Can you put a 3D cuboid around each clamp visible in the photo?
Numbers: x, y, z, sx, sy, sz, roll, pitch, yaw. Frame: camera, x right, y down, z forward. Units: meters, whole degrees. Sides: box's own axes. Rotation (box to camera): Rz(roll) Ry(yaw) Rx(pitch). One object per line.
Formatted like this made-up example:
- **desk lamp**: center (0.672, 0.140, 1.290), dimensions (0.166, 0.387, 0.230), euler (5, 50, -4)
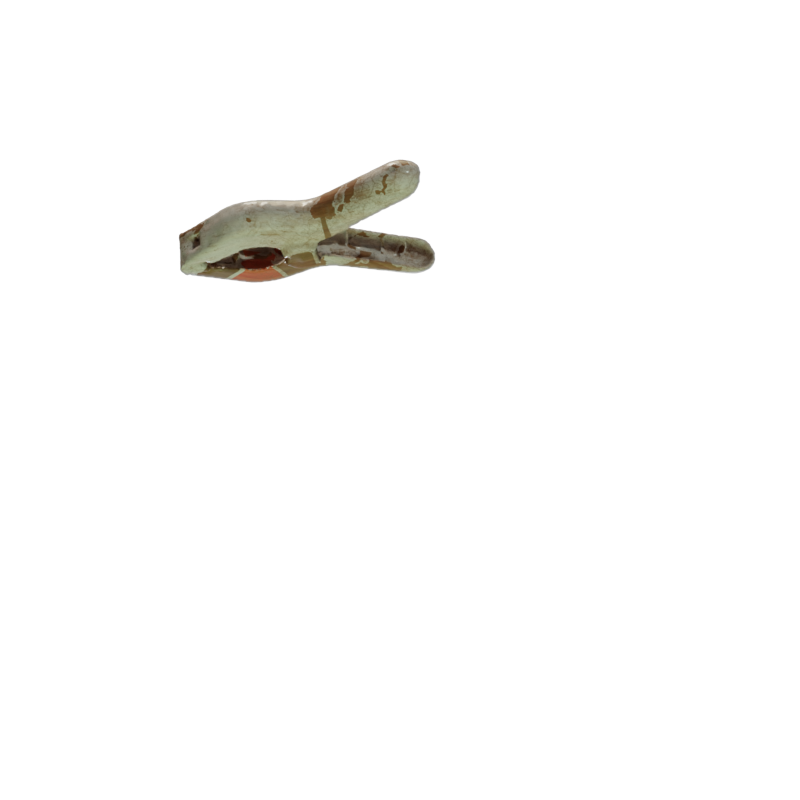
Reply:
- **clamp**: center (-0.057, -0.105, 0.733), dimensions (0.174, 0.042, 0.111), euler (-9, -30, 15)
